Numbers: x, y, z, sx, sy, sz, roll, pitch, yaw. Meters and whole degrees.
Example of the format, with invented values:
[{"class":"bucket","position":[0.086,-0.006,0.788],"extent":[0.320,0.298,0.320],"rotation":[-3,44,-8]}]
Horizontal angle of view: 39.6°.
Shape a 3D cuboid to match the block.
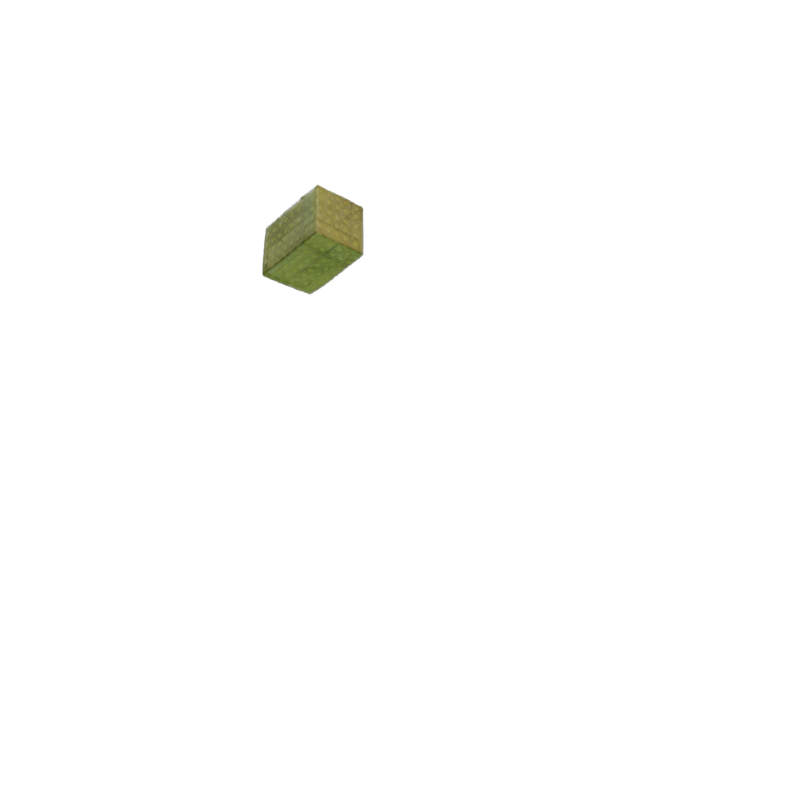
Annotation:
[{"class":"block","position":[-0.074,-0.135,0.946],"extent":[0.050,0.055,0.077],"rotation":[24,-40,-33]}]
